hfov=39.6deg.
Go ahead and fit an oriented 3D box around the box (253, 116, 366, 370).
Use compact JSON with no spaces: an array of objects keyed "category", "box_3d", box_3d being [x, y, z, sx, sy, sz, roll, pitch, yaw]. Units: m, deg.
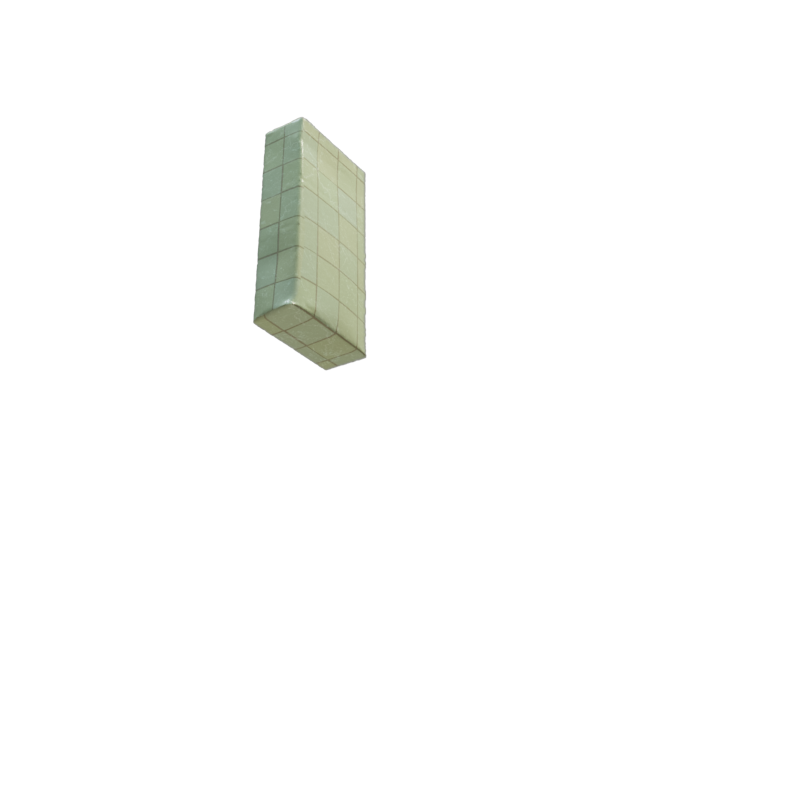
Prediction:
[{"category":"box","box_3d":[-0.068,-0.123,0.861,0.048,0.188,0.087,-23,-38,27]}]
